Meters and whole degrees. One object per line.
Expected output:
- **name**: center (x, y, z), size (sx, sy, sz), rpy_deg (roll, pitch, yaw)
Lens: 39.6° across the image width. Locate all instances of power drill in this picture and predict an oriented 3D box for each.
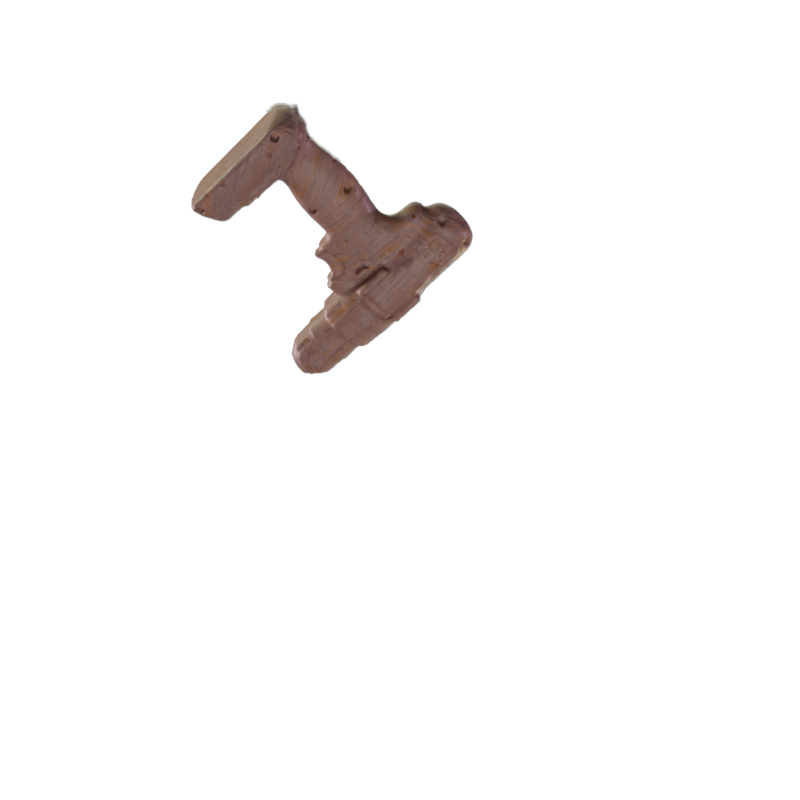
- **power drill**: center (-0.067, -0.122, 0.857), size (0.179, 0.182, 0.061), rpy_deg (39, 22, -20)
